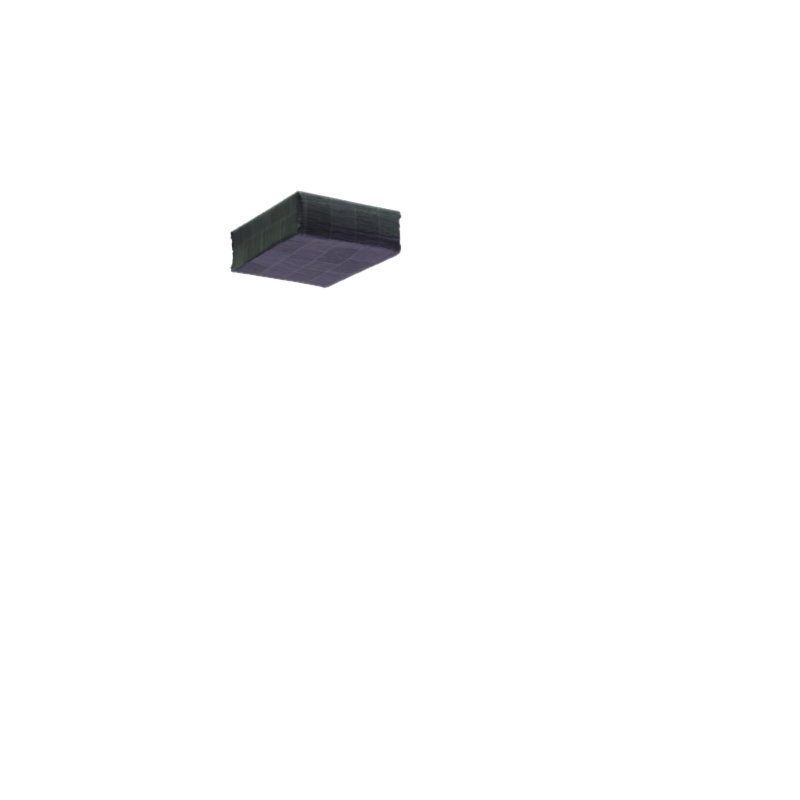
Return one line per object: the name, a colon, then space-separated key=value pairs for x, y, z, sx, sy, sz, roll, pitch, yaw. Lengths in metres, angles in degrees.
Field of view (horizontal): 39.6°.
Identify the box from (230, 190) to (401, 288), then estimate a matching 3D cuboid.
box: x=-0.066 y=-0.121 z=0.845 sx=0.086 sy=0.040 sz=0.114 roll=8 pitch=-16 yaw=-32
